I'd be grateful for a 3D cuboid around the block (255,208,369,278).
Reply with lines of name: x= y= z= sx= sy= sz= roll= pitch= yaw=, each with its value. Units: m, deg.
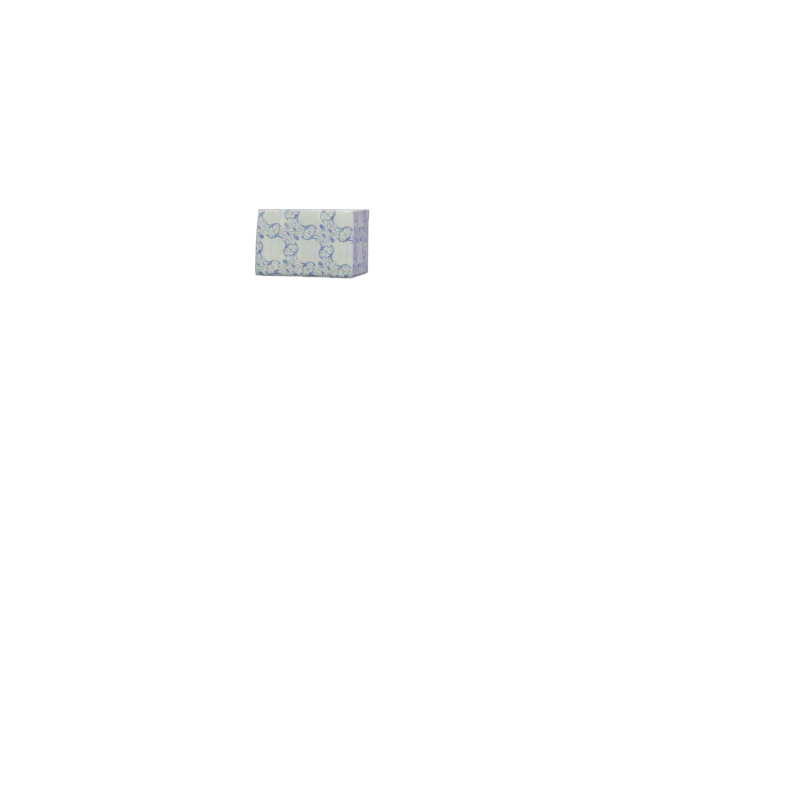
block: x=-0.067 y=-0.122 z=0.855 sx=0.080 sy=0.051 sz=0.052 roll=3 pitch=8 yaw=15
